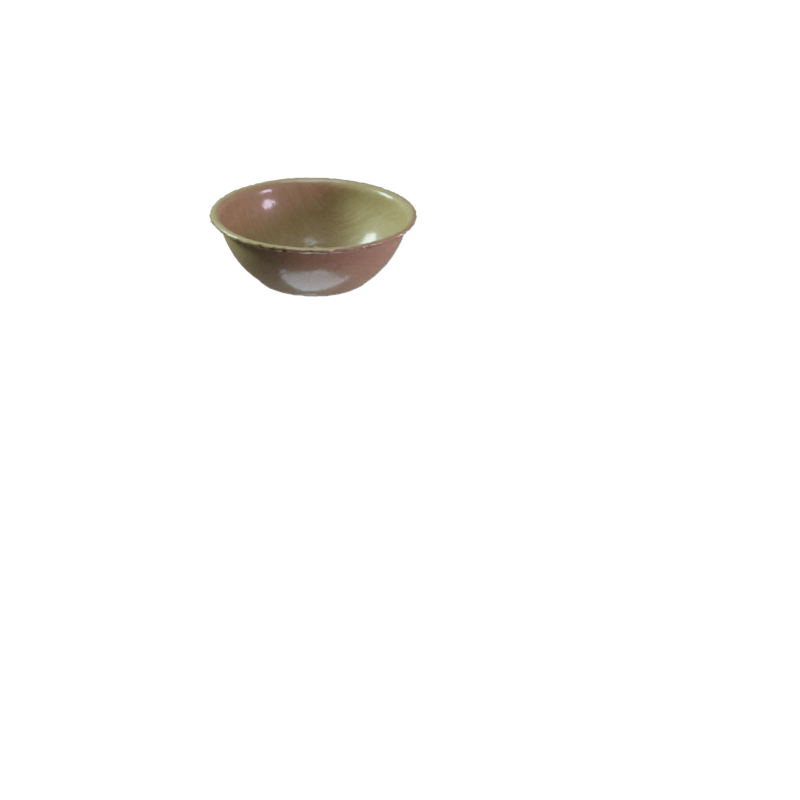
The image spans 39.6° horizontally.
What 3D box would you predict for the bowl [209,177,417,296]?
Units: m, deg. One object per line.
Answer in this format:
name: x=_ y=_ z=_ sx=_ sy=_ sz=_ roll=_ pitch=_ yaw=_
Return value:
bowl: x=-0.069 y=-0.125 z=0.877 sx=0.162 sy=0.052 sz=0.172 roll=-1 pitch=29 yaw=-2
